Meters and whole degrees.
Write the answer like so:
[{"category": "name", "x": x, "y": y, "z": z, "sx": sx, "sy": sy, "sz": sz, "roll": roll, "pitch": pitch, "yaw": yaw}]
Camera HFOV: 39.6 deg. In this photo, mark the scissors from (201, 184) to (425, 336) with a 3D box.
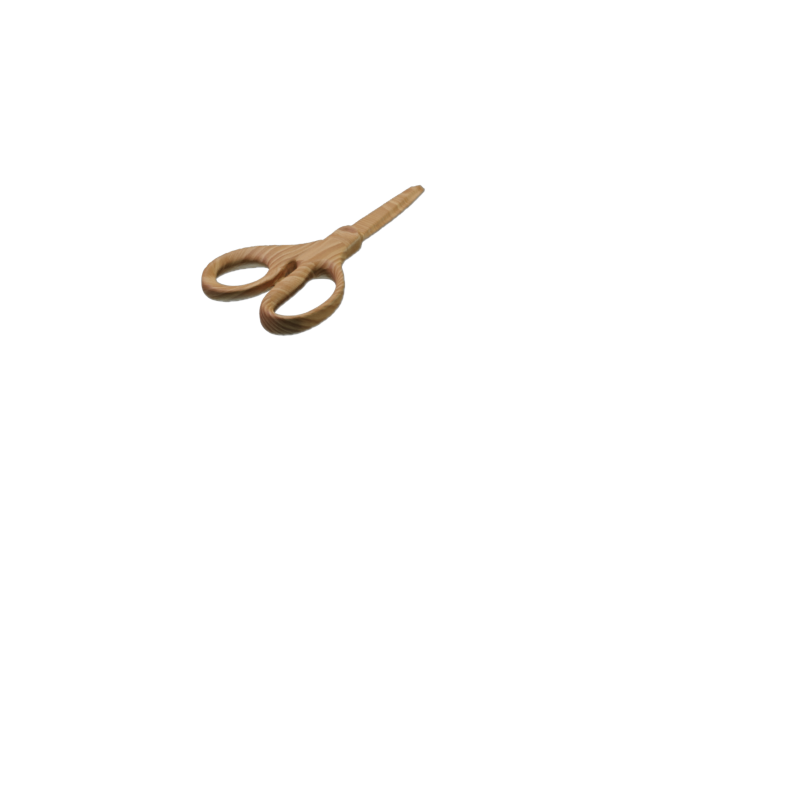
[{"category": "scissors", "x": -0.055, "y": -0.101, "z": 0.707, "sx": 0.099, "sy": 0.015, "sz": 0.210, "roll": 9, "pitch": 35, "yaw": 13}]
